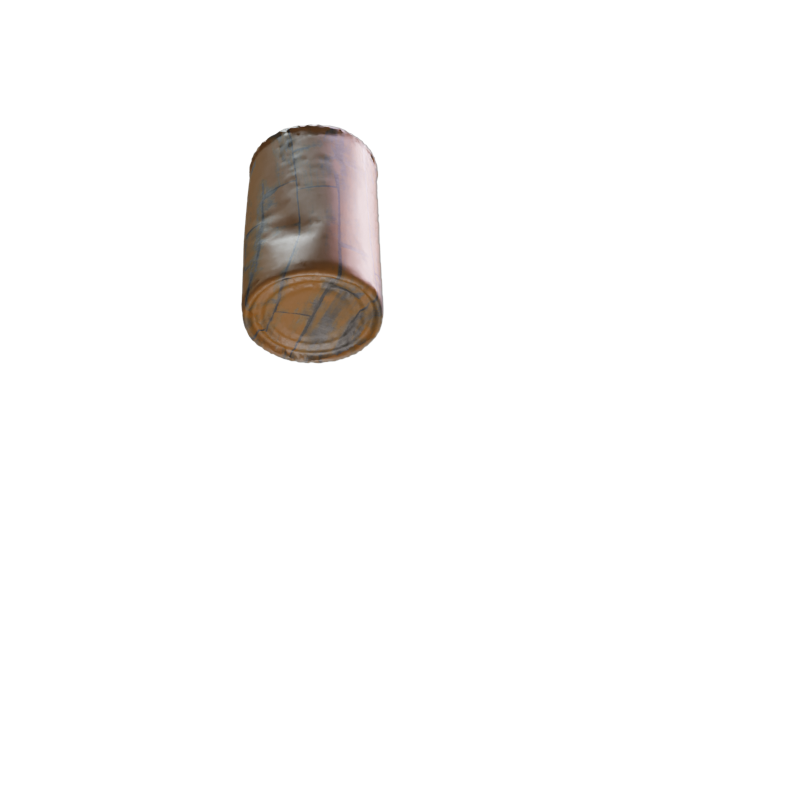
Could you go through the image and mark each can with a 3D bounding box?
[{"bbox_3d":[-0.043,-0.078,0.548,0.068,0.110,0.064,-1,-41,-3],"label":"can"}]
